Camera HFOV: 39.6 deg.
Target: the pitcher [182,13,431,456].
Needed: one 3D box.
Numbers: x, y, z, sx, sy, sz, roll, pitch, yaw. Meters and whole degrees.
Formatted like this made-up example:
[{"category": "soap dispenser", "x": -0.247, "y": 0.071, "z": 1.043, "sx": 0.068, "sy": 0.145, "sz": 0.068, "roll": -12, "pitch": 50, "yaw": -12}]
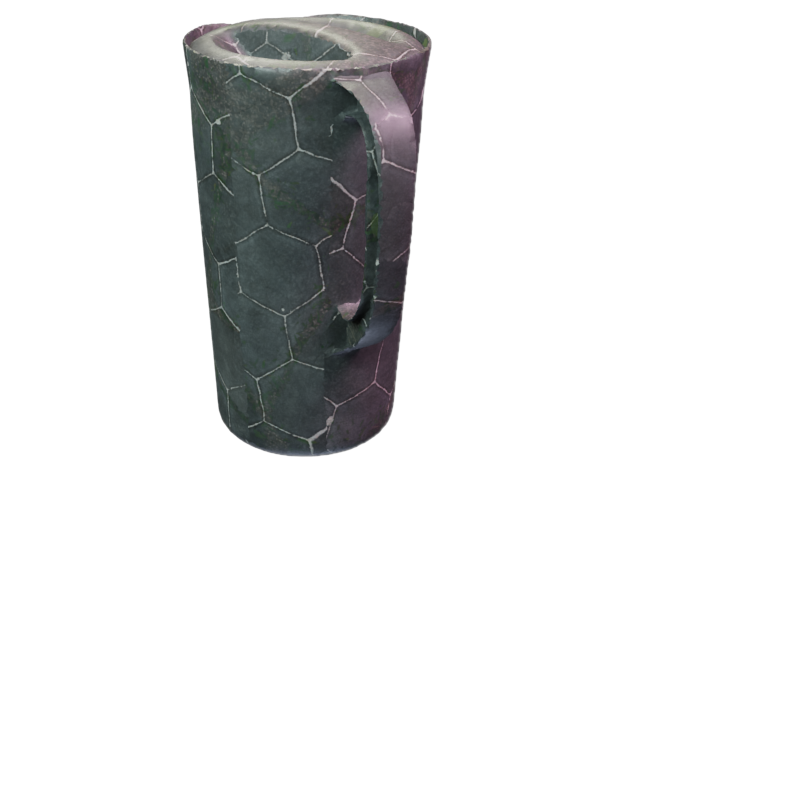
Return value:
[{"category": "pitcher", "x": -0.049, "y": -0.090, "z": 0.628, "sx": 0.149, "sy": 0.230, "sz": 0.153, "roll": 9, "pitch": 27, "yaw": 14}]
